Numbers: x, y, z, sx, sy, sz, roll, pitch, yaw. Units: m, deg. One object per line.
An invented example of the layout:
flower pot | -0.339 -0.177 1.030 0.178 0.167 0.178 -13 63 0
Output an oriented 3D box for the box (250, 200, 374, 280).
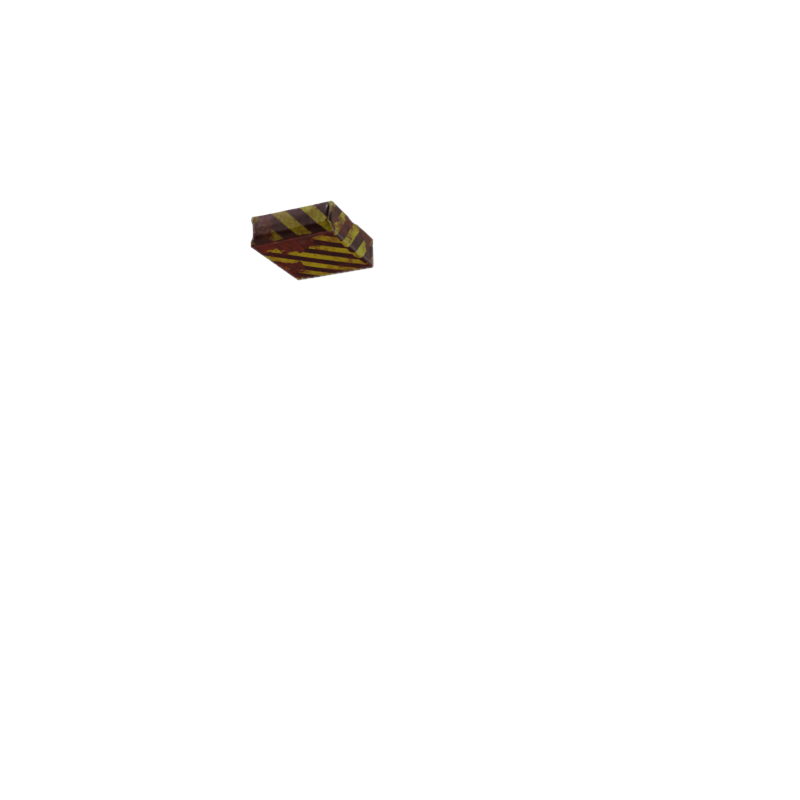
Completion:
box | -0.072 -0.131 0.919 0.074 0.032 0.083 -8 -19 23
